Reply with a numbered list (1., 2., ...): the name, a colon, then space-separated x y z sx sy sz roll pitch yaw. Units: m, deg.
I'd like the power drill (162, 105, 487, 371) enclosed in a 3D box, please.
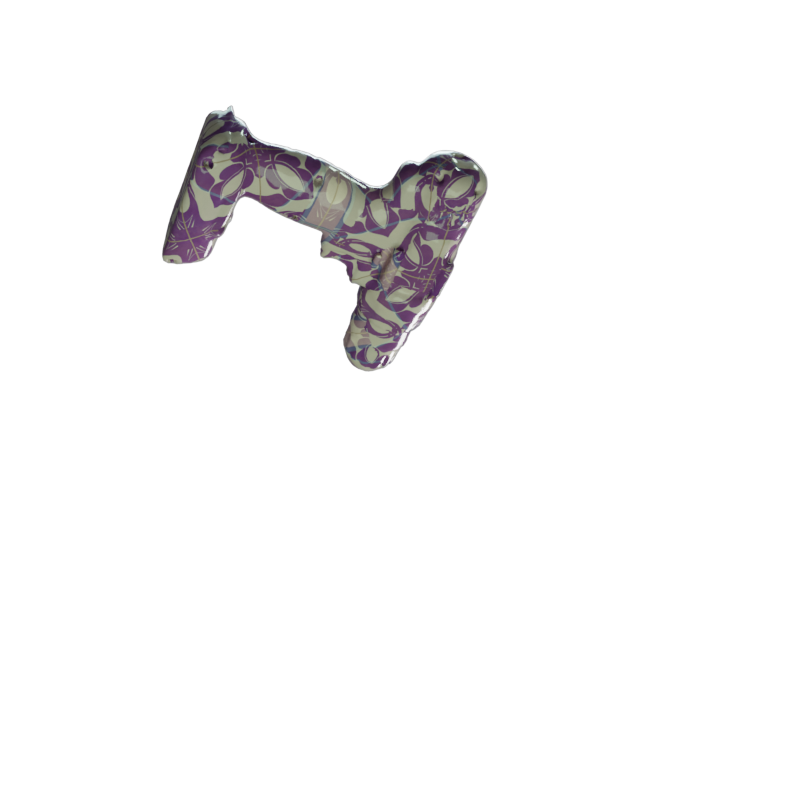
1. power drill: -0.057 -0.105 0.734 0.183 0.176 0.061 15 38 -13
